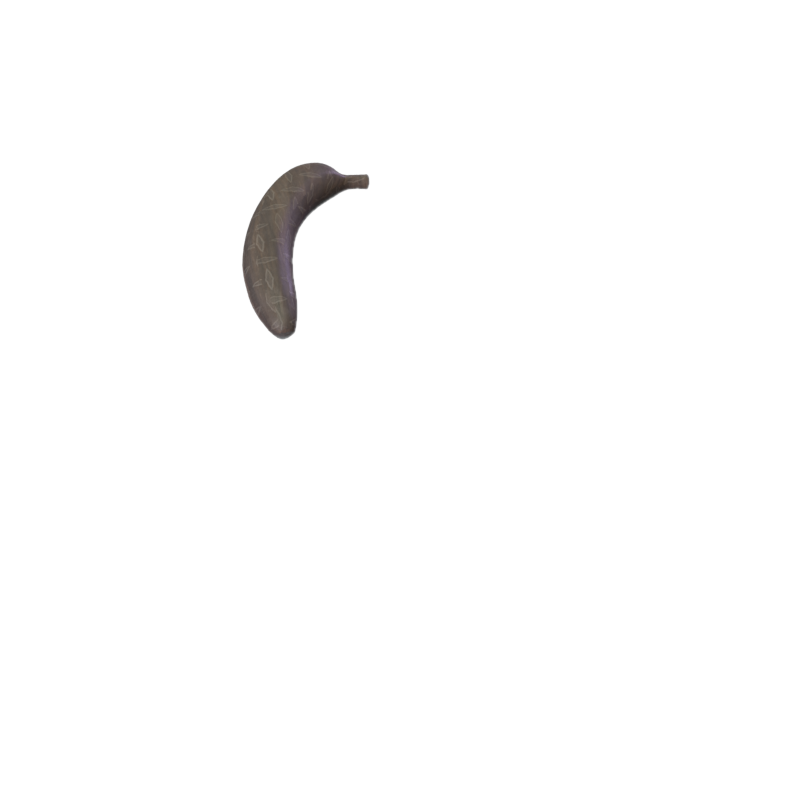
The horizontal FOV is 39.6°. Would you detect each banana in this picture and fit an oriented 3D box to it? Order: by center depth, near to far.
[{"bbox_3d":[-0.082,-0.126,0.839,0.071,0.034,0.208,12,47,10],"label":"banana"}]
